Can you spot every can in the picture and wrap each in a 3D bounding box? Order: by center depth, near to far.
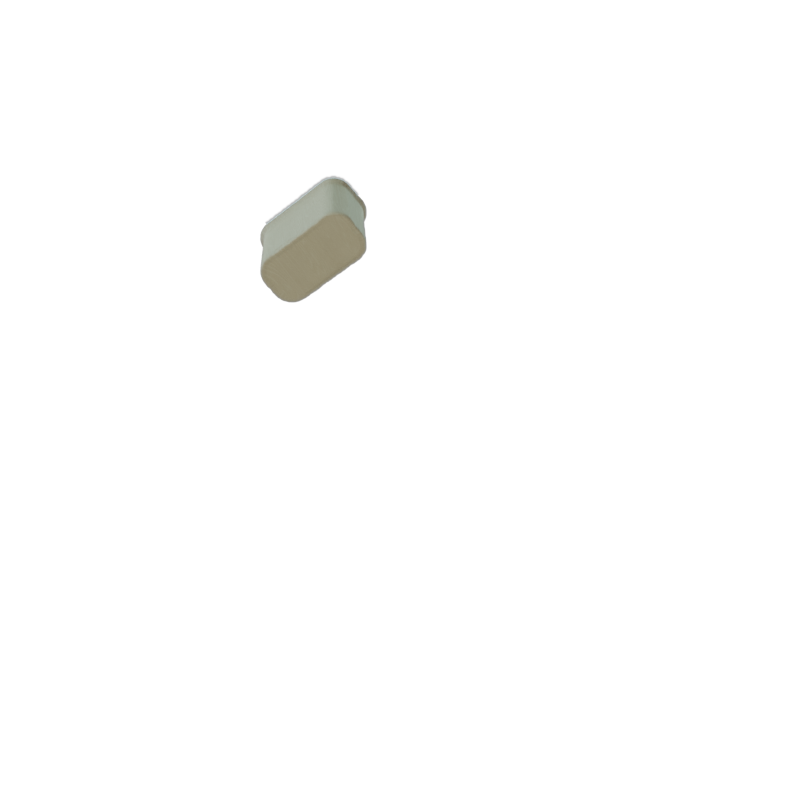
[{"bbox_3d":[-0.078,-0.142,0.998,0.101,0.055,0.089,-35,24,14],"label":"can"}]
